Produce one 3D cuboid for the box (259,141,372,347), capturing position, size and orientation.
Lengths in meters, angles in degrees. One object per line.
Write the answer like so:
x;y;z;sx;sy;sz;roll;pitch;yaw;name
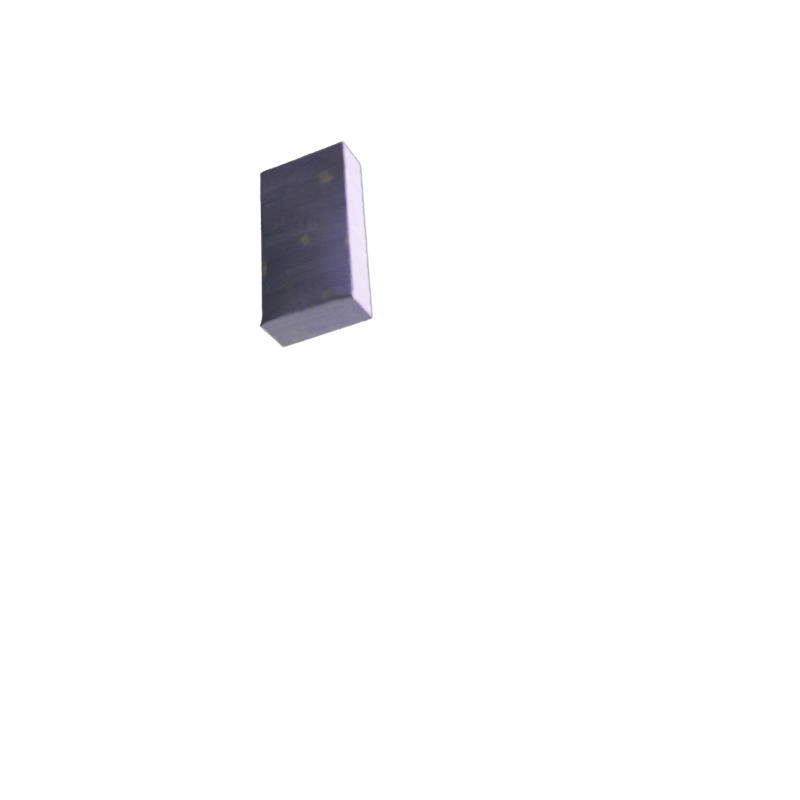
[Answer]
-0.078;-0.142;0.996;0.094;0.189;0.044;-18;-38;20;box
